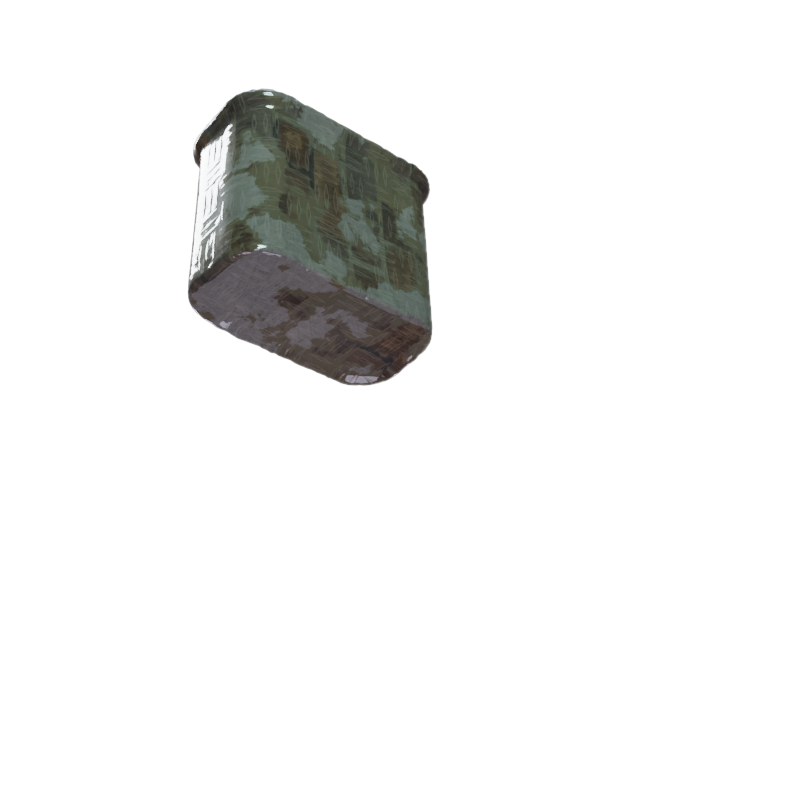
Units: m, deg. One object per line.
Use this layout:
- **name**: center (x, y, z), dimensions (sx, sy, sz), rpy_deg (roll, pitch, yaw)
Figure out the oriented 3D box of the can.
- **can**: center (-0.035, -0.064, 0.448), dimensions (0.096, 0.090, 0.056), rpy_deg (24, -45, -29)
